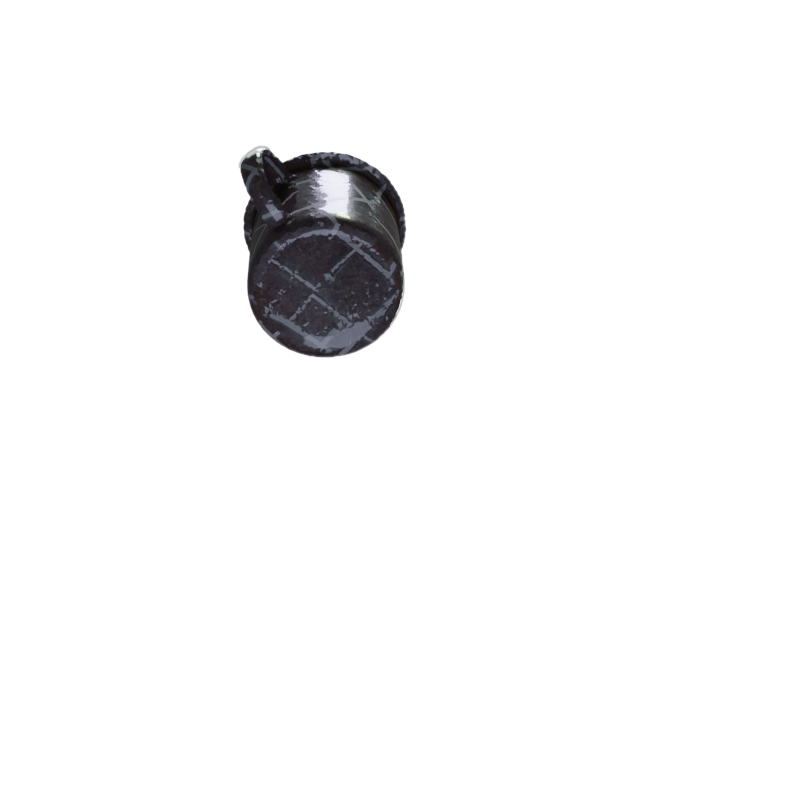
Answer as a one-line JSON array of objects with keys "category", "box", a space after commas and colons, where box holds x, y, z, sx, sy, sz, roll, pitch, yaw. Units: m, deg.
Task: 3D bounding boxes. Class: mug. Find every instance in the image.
[{"category": "mug", "box": [-0.047, -0.085, 0.595, 0.093, 0.110, 0.086, -29, 26, 14]}]
